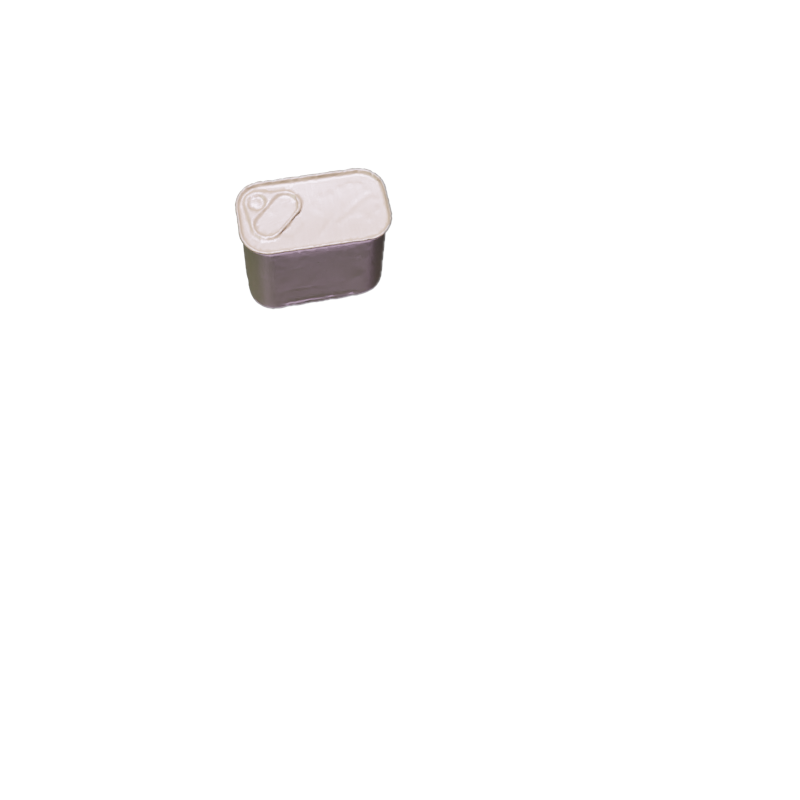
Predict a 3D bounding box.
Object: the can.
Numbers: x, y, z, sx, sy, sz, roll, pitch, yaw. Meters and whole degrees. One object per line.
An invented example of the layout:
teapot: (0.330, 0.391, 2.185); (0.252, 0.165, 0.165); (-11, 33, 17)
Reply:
can: (-0.060, -0.109, 0.767); (0.101, 0.061, 0.079); (-9, -26, -6)
